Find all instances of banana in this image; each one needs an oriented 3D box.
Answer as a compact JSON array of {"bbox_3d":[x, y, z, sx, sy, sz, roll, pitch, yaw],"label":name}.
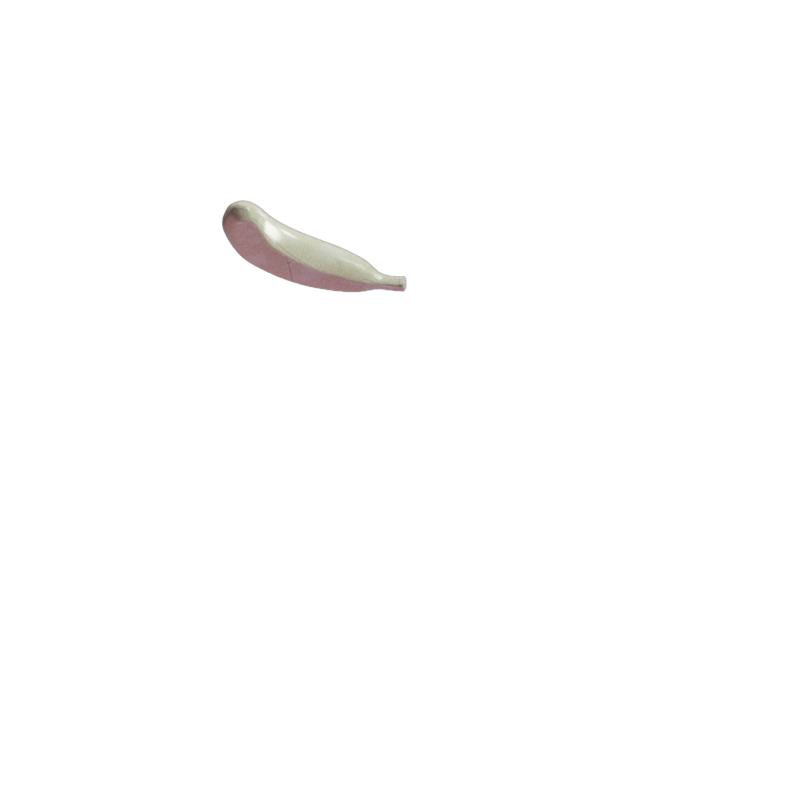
[{"bbox_3d":[-0.076,-0.113,0.824,0.071,0.038,0.186,-10,-15,36],"label":"banana"}]
